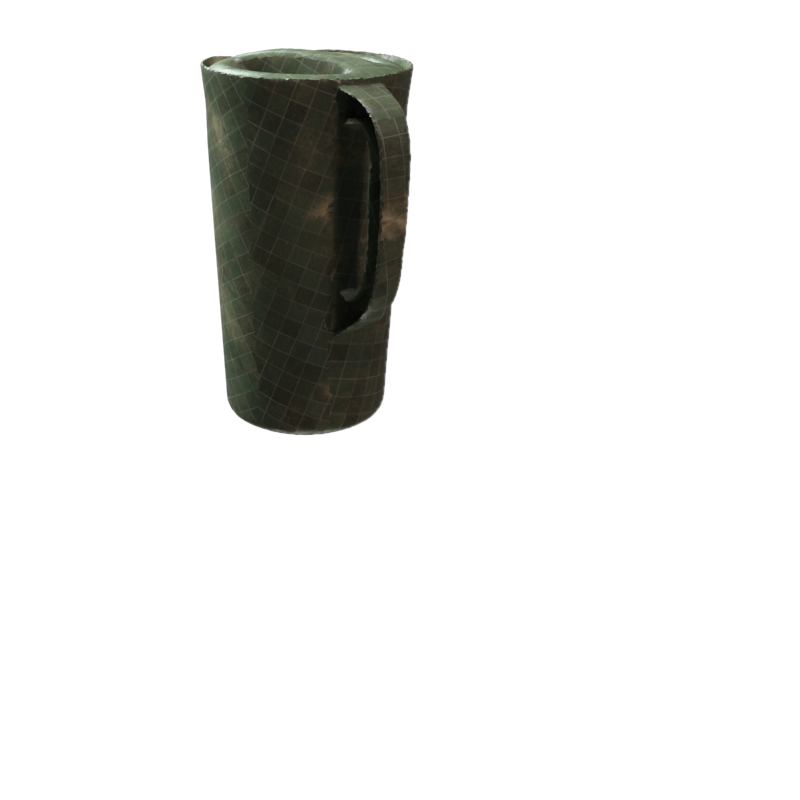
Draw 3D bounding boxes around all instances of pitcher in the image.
[{"bbox_3d":[-0.056,-0.102,0.717,0.148,0.233,0.153,5,20,11],"label":"pitcher"}]
